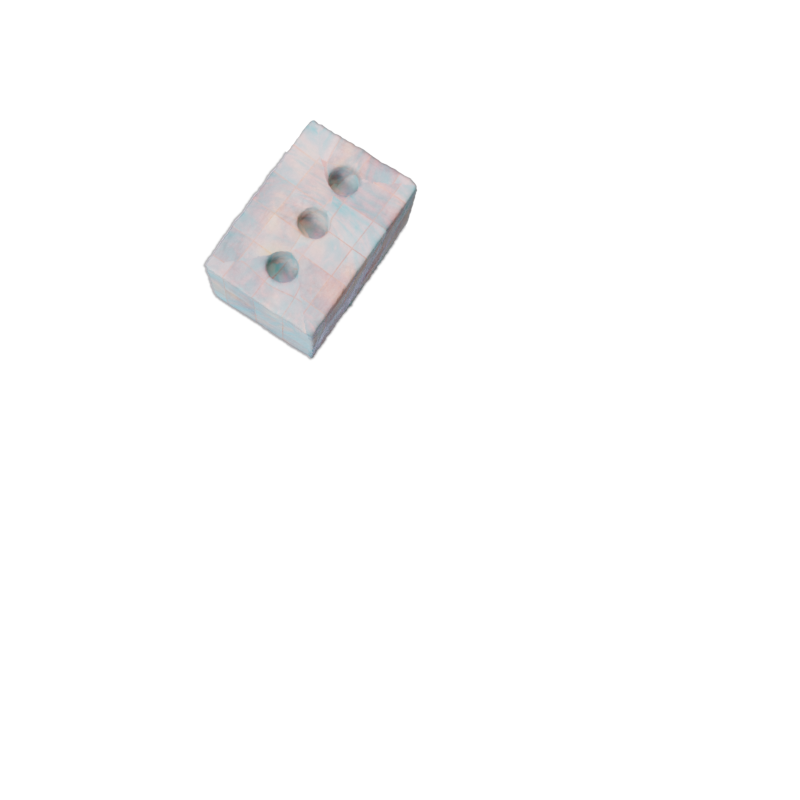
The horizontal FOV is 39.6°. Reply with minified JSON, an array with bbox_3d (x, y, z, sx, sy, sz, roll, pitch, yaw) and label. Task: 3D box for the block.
[{"bbox_3d":[-0.036,-0.066,0.460,0.054,0.079,0.049,32,-14,6],"label":"block"}]
